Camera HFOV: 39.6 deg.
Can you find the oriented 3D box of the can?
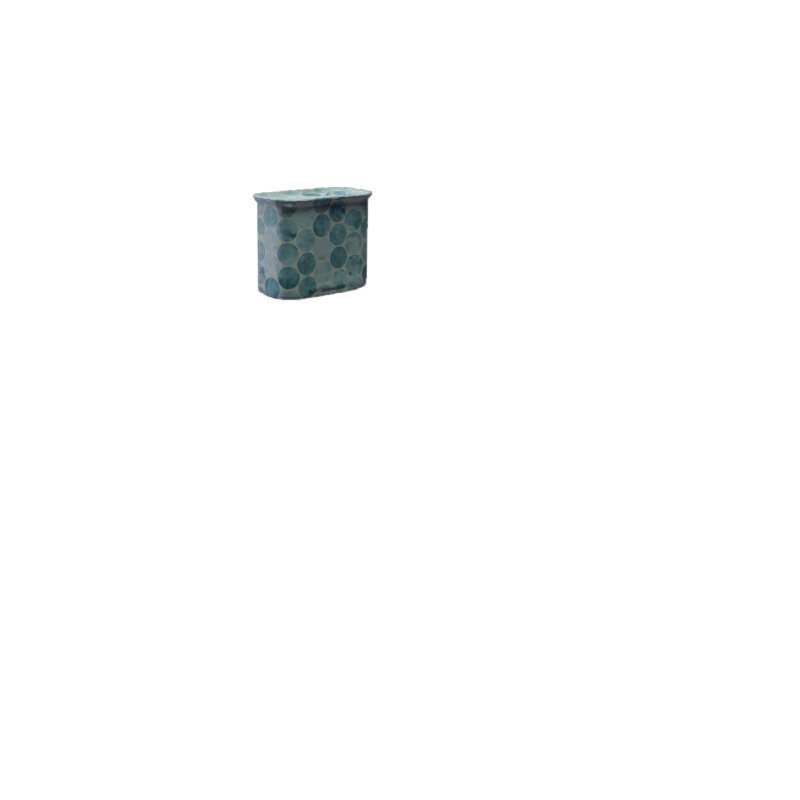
[{"bbox_3d":[-0.073,-0.133,0.934,0.099,0.082,0.061,-12,17,-40],"label":"can"}]
